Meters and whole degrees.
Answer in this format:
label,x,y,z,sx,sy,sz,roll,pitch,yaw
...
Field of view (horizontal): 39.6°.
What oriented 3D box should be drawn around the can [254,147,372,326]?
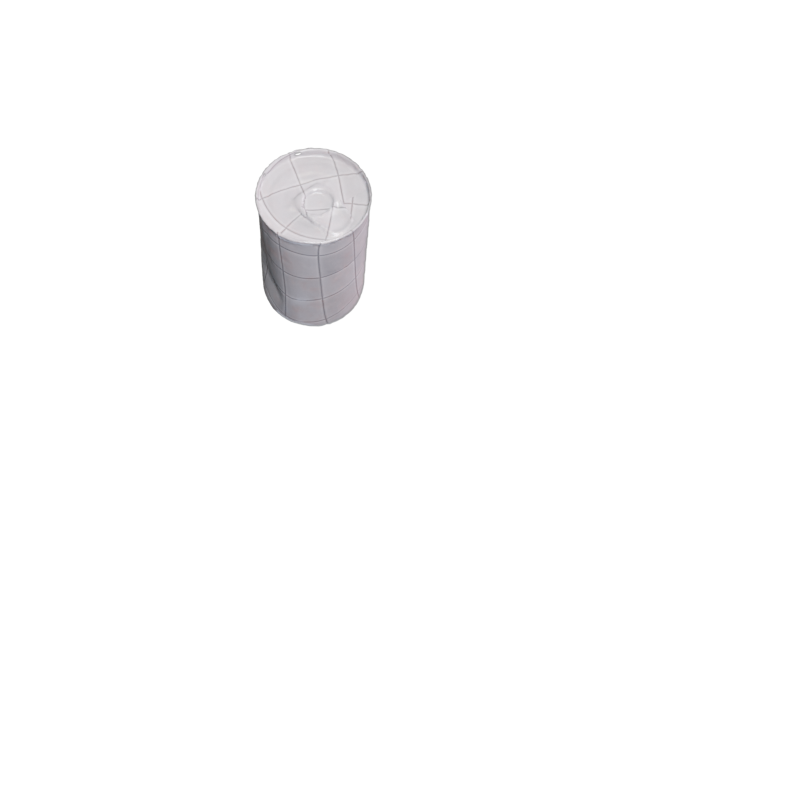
label,x,y,z,sx,sy,sz,roll,pitch,yaw
can,-0.054,-0.098,0.684,0.068,0.073,0.096,0,-28,-3
